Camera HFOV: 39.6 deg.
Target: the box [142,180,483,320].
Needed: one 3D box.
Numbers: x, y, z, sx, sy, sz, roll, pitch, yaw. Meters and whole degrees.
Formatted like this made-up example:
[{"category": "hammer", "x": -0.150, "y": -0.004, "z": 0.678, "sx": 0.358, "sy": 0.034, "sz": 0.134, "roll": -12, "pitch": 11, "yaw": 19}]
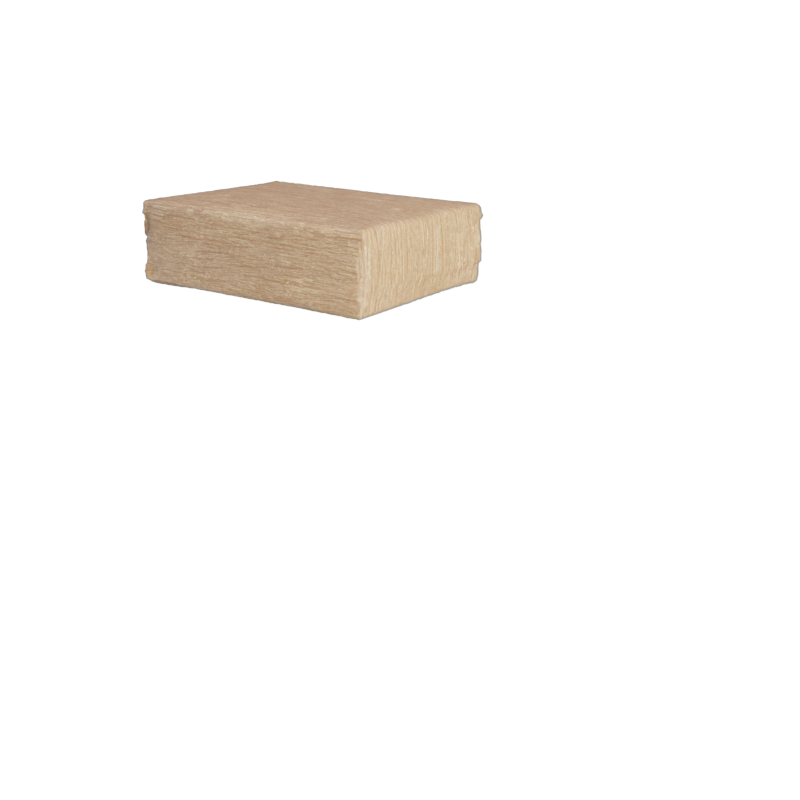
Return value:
[{"category": "box", "x": -0.036, "y": -0.066, "z": 0.460, "sx": 0.119, "sy": 0.038, "sz": 0.088, "roll": 10, "pitch": 18, "yaw": 33}]
